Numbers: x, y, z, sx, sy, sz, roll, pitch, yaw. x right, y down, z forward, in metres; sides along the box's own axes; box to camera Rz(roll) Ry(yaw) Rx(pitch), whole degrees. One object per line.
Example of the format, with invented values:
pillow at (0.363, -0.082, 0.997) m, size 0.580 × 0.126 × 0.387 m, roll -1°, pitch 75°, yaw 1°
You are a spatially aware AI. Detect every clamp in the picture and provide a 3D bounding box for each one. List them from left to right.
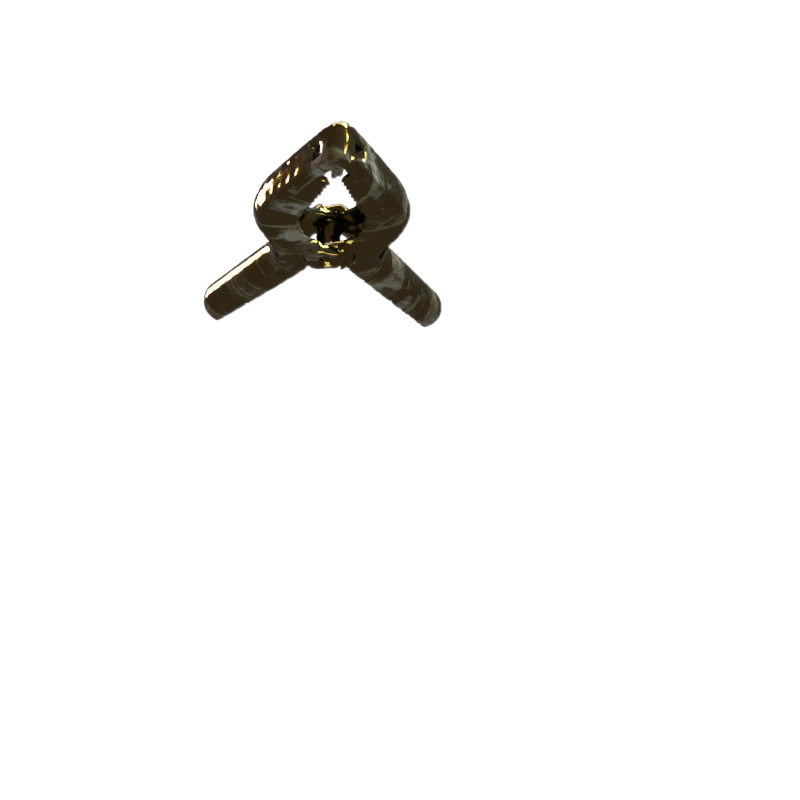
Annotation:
clamp at (-0.055, -0.100, 0.702) m, size 0.165 × 0.039 × 0.197 m, roll -1°, pitch -26°, yaw 2°
